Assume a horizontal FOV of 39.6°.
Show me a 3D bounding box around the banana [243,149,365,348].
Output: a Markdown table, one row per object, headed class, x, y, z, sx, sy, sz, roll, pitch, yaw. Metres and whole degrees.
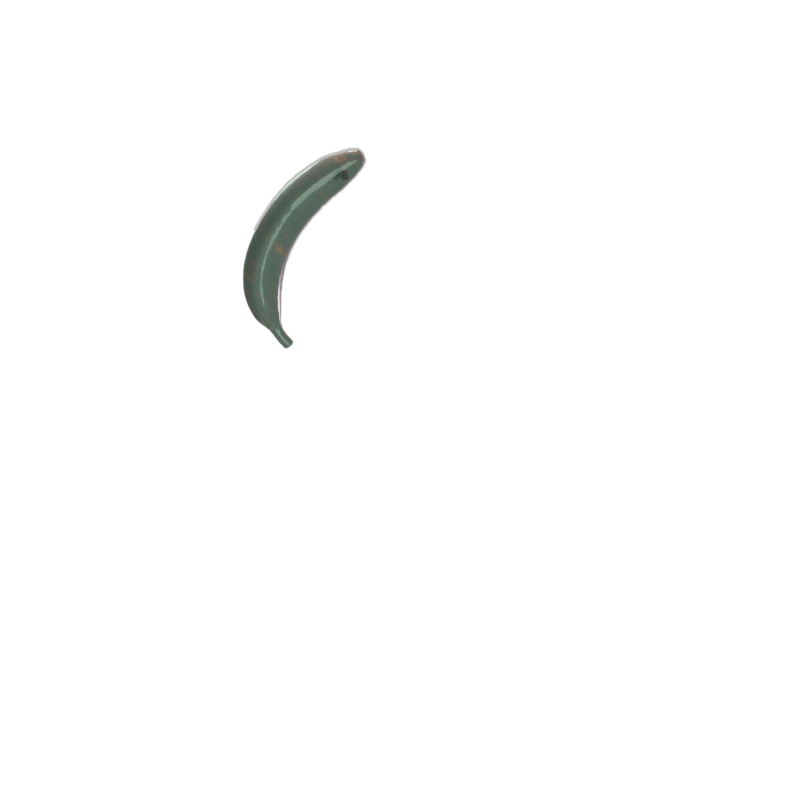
| class | x | y | z | sx | sy | sz | roll | pitch | yaw |
| --- | --- | --- | --- | --- | --- | --- | --- | --- | --- |
| banana | -0.097 | -0.145 | 0.997 | 0.068 | 0.191 | 0.039 | 20 | 20 | -9 |
